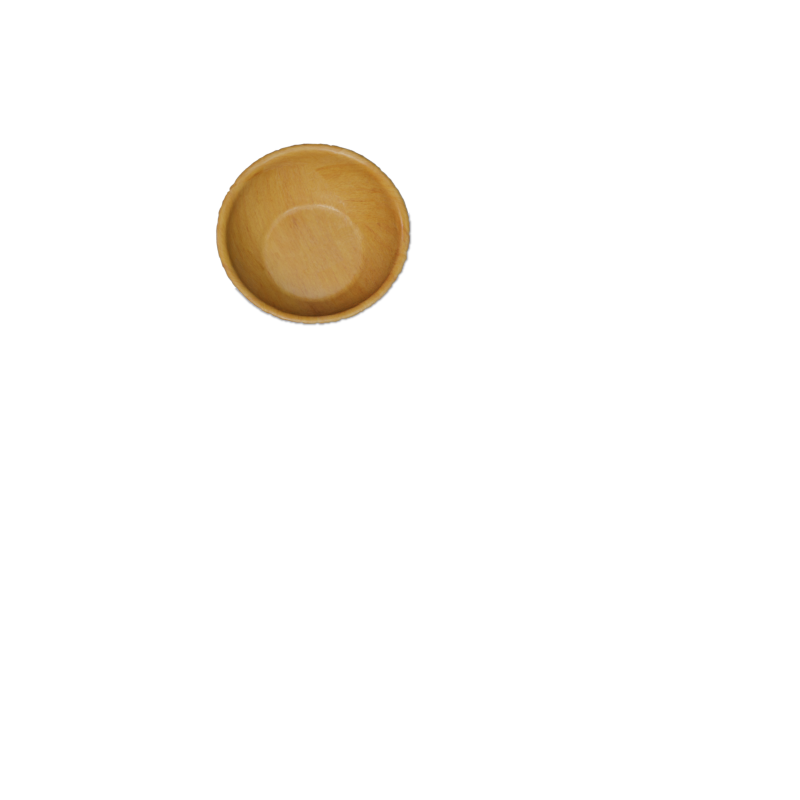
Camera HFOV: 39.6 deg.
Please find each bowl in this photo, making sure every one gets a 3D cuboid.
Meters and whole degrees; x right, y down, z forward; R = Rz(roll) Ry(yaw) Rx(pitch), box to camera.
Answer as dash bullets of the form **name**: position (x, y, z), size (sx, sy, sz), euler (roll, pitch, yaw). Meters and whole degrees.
- **bowl**: position (-0.074, -0.135, 0.944), size (0.162, 0.170, 0.053), euler (-1, -19, -1)
